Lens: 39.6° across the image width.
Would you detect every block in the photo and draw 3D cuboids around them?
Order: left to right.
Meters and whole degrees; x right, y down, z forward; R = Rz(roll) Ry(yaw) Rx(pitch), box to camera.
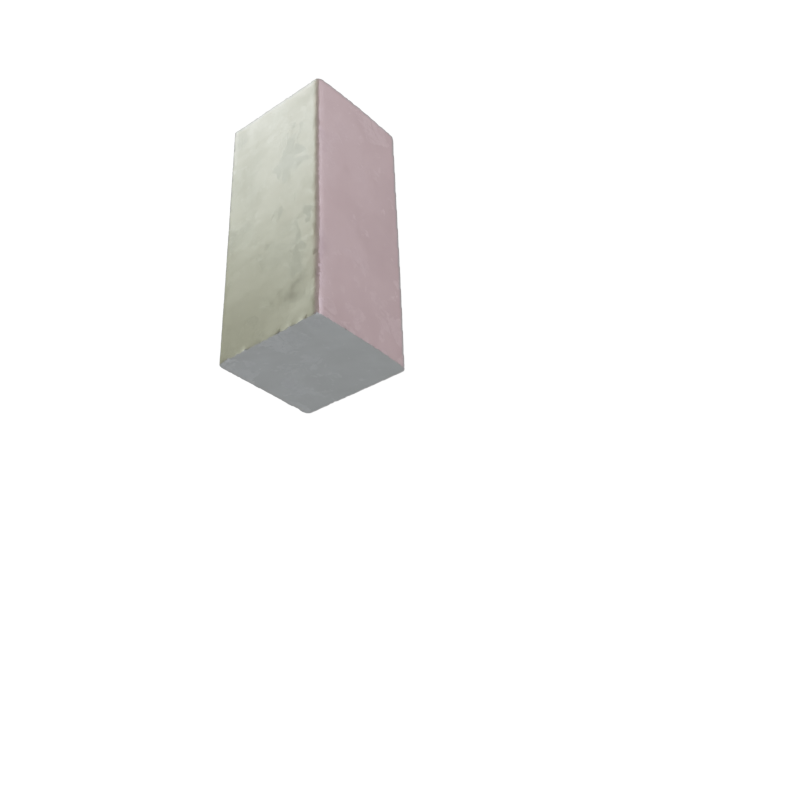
[{"bbox_3d":[-0.060,-0.111,0.780,0.091,0.221,0.084,-27,-42,31],"label":"block"}]
